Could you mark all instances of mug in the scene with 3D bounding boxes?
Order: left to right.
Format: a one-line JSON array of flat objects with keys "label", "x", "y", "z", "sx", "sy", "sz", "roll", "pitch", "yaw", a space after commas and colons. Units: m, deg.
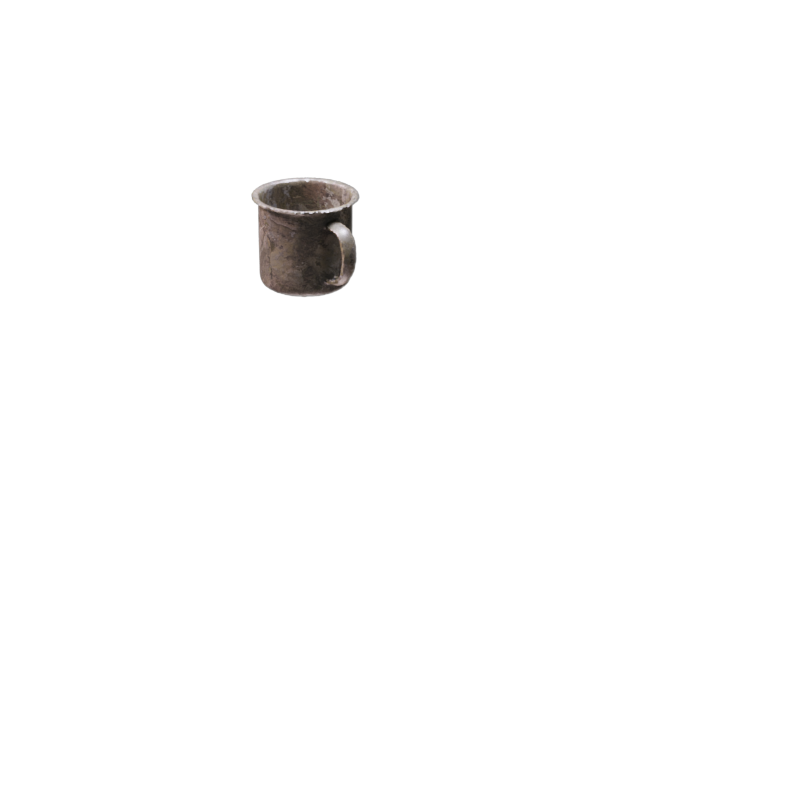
[{"label": "mug", "x": -0.075, "y": -0.137, "z": 0.959, "sx": 0.092, "sy": 0.077, "sz": 0.125, "roll": -18, "pitch": 32, "yaw": -33}]
